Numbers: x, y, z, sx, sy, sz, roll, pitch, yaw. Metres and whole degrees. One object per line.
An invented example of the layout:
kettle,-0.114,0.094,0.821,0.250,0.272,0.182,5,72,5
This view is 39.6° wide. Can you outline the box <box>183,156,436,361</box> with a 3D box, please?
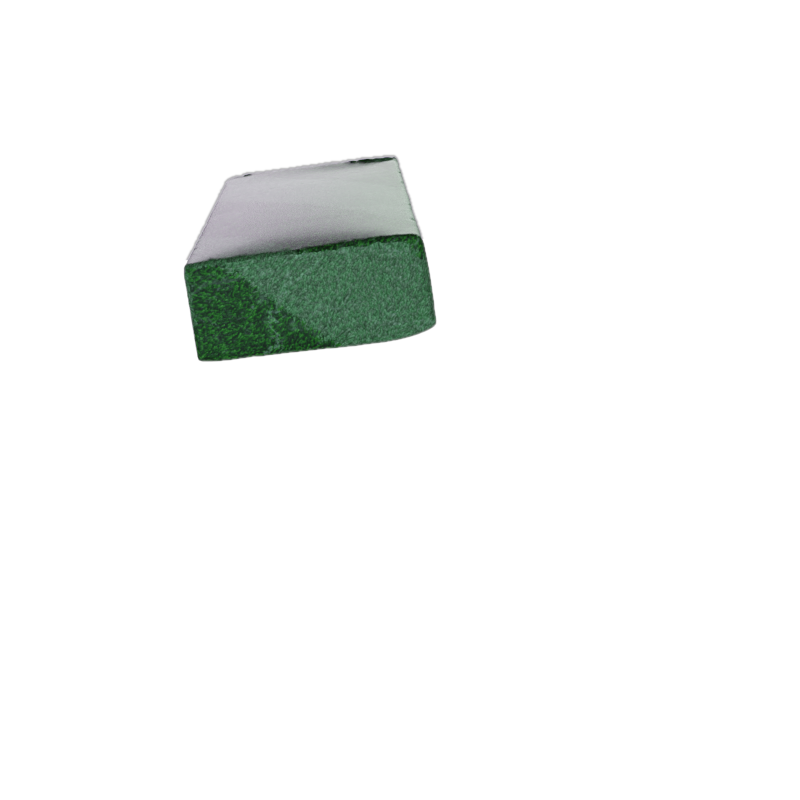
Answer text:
box,-0.039,-0.072,0.499,0.093,0.046,0.185,-8,24,0
